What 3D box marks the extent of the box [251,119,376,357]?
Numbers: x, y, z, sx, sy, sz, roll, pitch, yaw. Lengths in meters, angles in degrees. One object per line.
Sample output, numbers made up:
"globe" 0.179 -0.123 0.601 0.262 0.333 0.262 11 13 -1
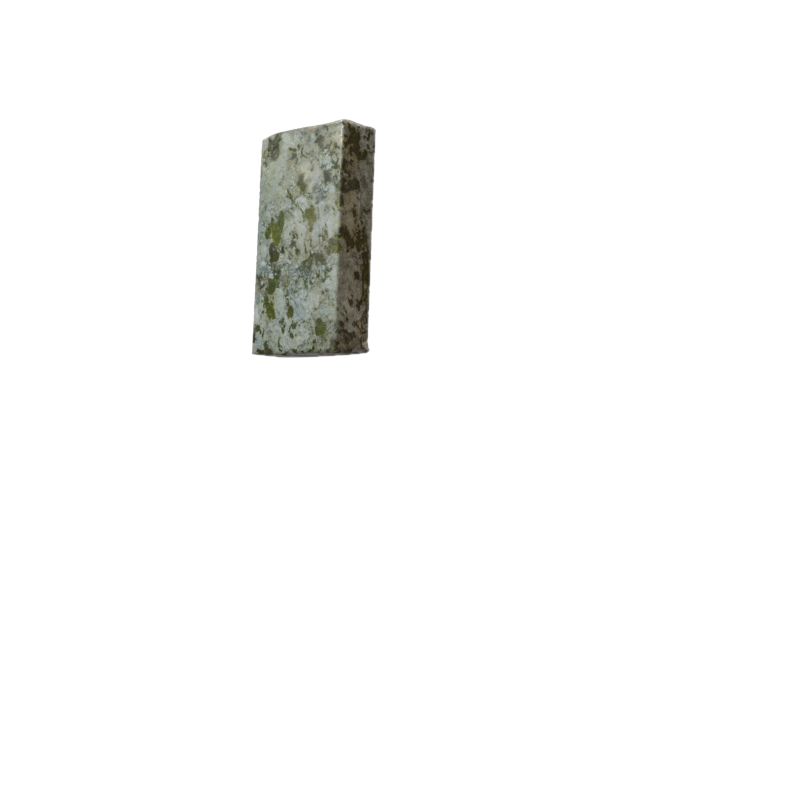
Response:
"box" -0.067 -0.122 0.858 0.096 0.180 0.046 -6 -9 41
